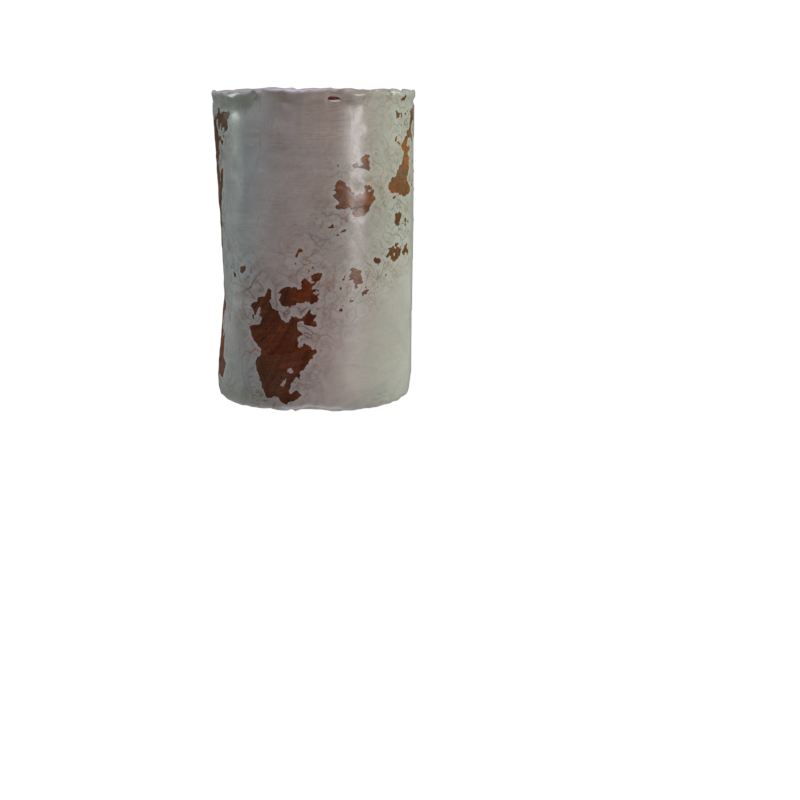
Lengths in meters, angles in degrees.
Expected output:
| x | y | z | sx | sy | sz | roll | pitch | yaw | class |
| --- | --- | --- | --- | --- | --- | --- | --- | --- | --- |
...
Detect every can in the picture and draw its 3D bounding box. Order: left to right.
| x | y | z | sx | sy | sz | roll | pitch | yaw | class |
| --- | --- | --- | --- | --- | --- | --- | --- | --- | --- |
| -0.029 | -0.053 | 0.375 | 0.068 | 0.101 | 0.070 | 0 | 8 | -2 | can |
